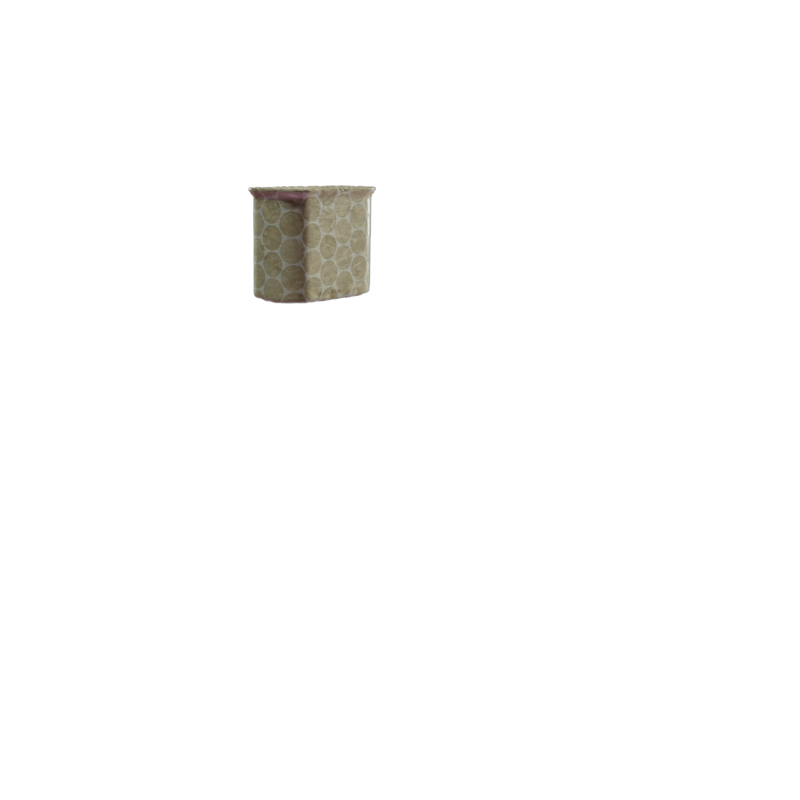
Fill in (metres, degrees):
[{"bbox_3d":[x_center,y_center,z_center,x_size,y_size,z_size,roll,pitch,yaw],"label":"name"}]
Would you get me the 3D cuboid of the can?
[{"bbox_3d":[-0.066,-0.120,0.839,0.060,0.083,0.099,6,11,41],"label":"can"}]
